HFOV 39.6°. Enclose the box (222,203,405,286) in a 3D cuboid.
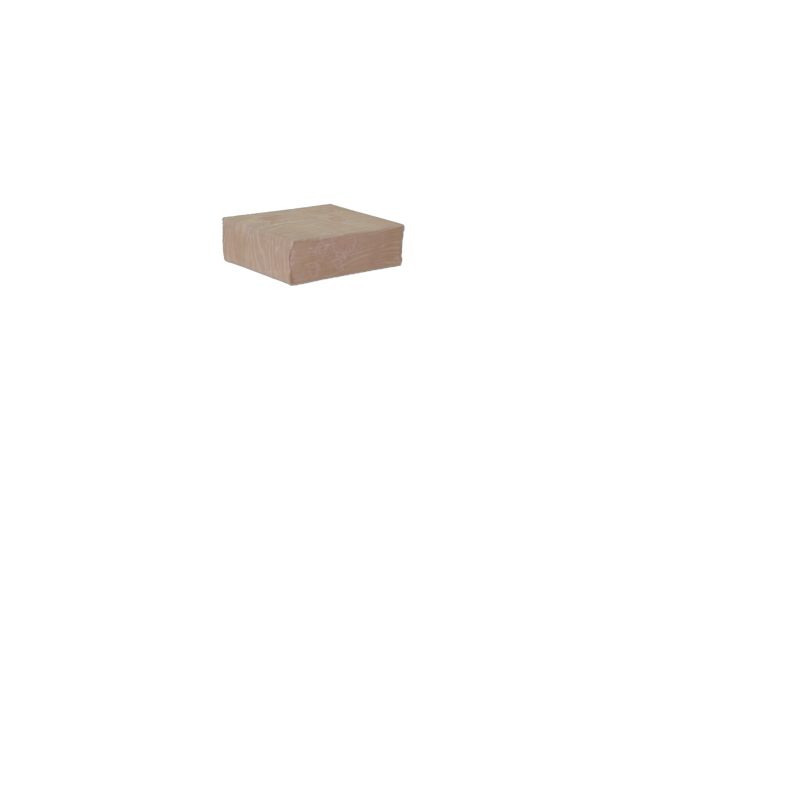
[{"bbox_3d":[-0.067,-0.122,0.853,0.111,0.037,0.095,-17,27,-38],"label":"box"}]
